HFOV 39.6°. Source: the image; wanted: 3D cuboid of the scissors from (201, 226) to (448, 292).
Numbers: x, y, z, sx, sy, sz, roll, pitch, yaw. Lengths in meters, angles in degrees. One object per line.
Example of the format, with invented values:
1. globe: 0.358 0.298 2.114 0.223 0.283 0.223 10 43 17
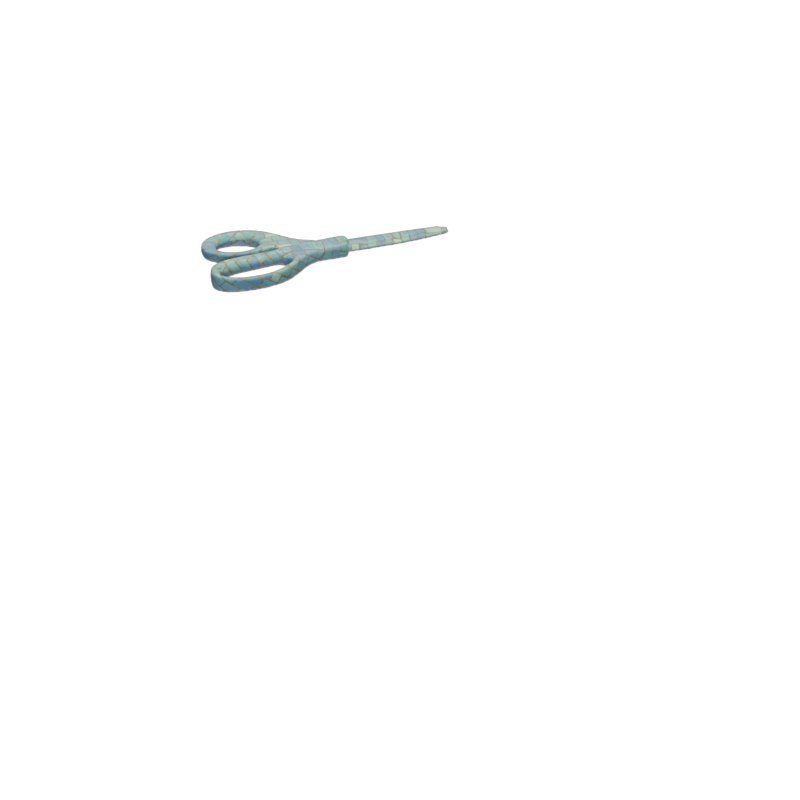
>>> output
1. scissors: -0.068 -0.124 0.872 0.199 0.015 0.103 -22 37 -33
